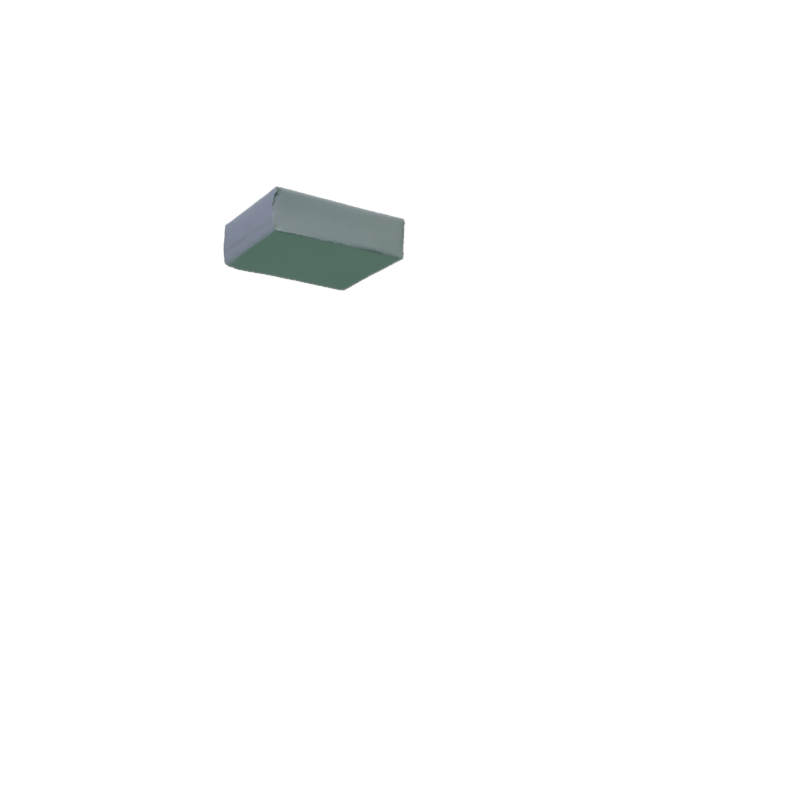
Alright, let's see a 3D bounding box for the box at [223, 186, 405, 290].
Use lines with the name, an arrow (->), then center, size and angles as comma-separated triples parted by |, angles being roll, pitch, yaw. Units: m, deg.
box -> -0.066, -0.121, 0.845 | 0.109, 0.041, 0.090 | 8, -17, -30
